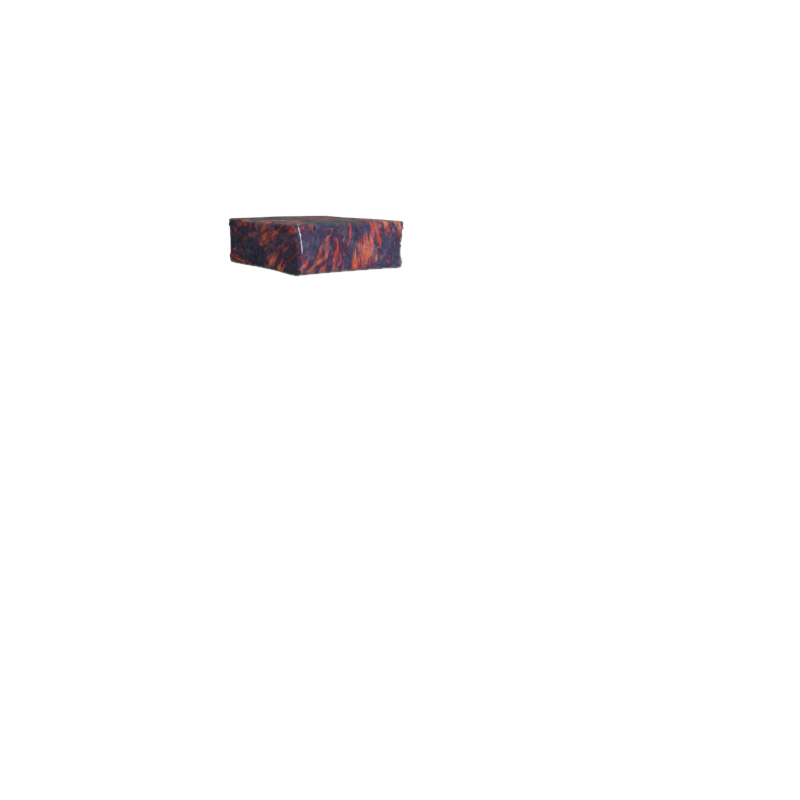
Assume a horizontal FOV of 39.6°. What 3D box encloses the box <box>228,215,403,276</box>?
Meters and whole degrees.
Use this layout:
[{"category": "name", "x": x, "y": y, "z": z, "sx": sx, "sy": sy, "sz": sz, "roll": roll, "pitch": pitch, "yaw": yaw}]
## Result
[{"category": "box", "x": -0.065, "y": -0.118, "z": 0.829, "sx": 0.087, "sy": 0.038, "sz": 0.119, "roll": -8, "pitch": 15, "yaw": -31}]
